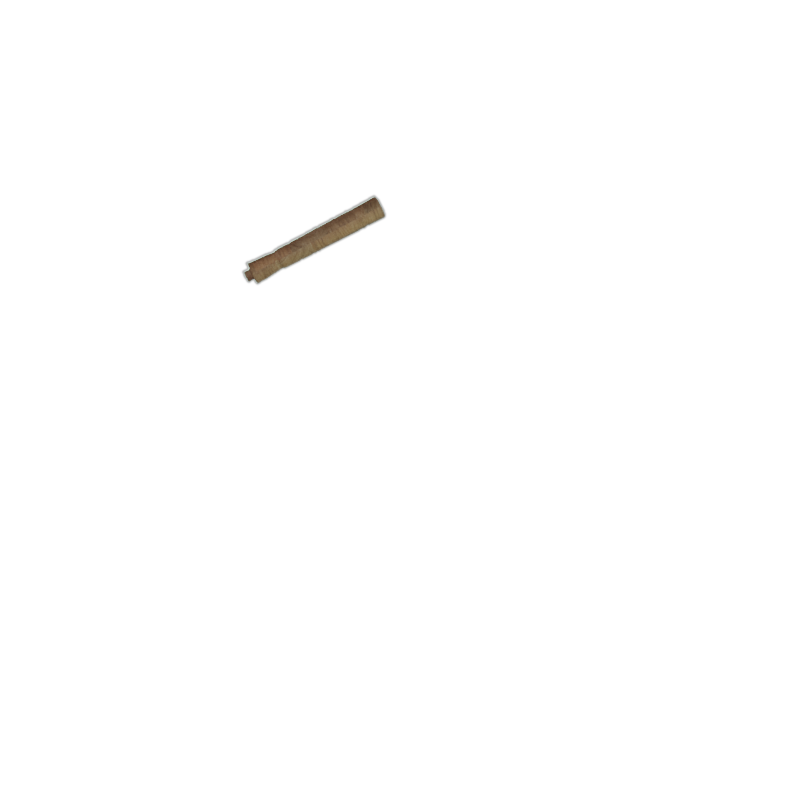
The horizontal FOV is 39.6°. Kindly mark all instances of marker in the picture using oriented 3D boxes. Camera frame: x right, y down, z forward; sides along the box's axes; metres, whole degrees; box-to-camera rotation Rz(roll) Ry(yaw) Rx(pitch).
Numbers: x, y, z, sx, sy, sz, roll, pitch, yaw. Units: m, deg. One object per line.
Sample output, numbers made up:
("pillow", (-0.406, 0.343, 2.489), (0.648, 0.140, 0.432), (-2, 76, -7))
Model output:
("marker", (-0.069, -0.125, 0.878), (0.121, 0.020, 0.020), (-28, 5, -2))
